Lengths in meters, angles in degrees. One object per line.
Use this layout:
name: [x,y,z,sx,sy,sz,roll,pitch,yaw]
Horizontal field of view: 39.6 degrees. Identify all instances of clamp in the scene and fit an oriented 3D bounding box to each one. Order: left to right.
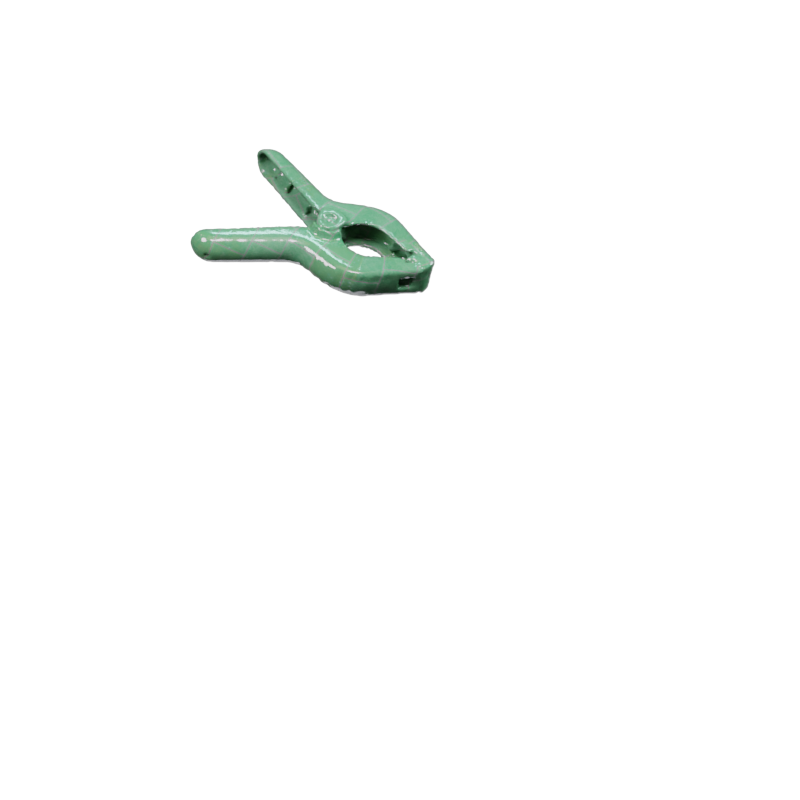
clamp: [-0.063,-0.115,0.808,0.179,0.123,0.037,27,-33,19]
